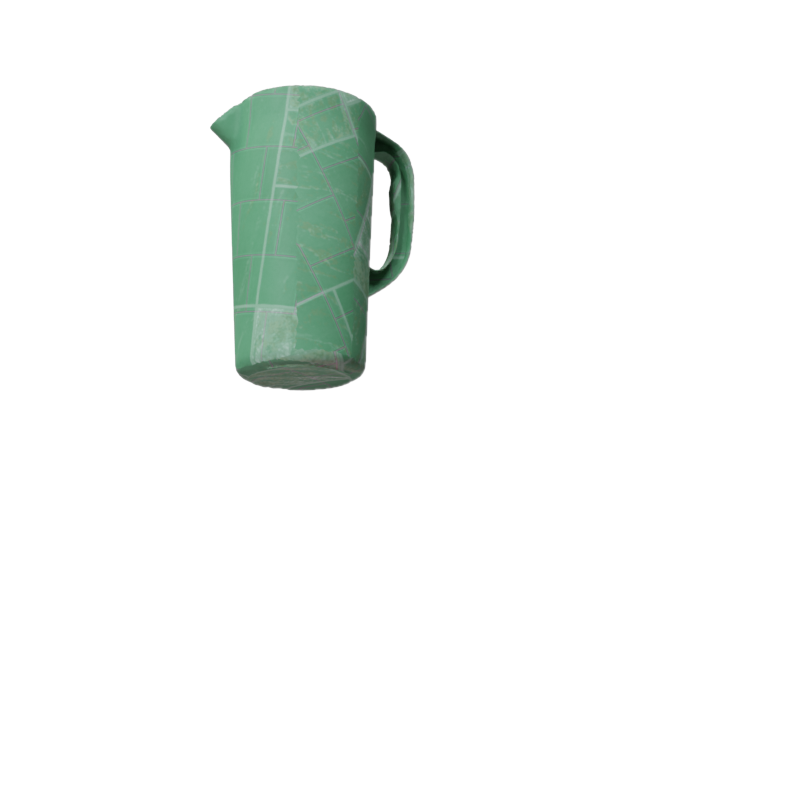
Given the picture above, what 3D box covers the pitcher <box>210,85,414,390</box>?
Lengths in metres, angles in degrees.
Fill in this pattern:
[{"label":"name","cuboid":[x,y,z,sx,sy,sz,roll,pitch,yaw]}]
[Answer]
[{"label":"pitcher","cuboid":[-0.075,-0.136,0.954,0.152,0.254,0.136,-7,-19,19]}]
